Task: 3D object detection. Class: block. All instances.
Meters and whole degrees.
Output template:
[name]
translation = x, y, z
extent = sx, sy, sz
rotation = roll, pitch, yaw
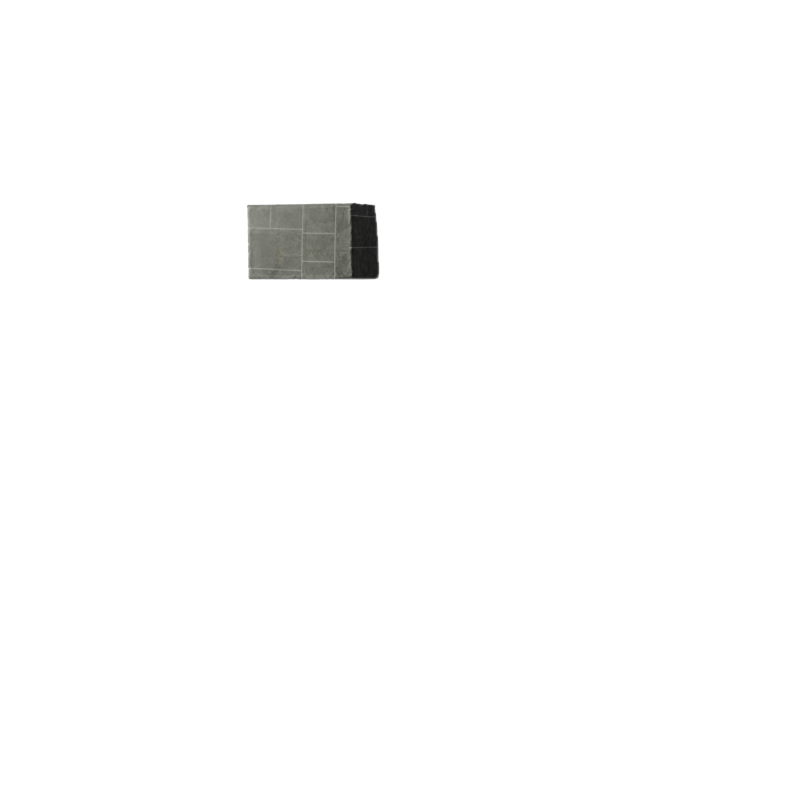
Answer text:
[block]
translation = -0.059, -0.107, 0.752
extent = 0.080, 0.051, 0.052
rotation = 2, 4, 19
